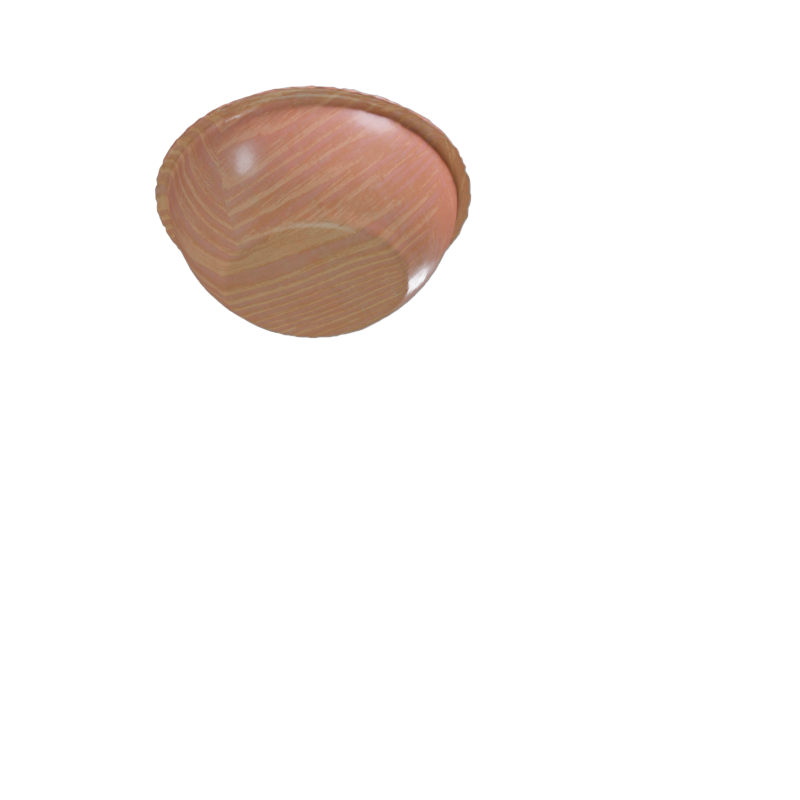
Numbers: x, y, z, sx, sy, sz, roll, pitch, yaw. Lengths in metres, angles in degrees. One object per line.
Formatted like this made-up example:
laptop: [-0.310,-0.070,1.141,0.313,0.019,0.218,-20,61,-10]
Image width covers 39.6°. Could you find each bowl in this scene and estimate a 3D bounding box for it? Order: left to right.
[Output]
bowl: [-0.043,-0.079,0.553,0.162,0.059,0.151,1,-35,-2]
